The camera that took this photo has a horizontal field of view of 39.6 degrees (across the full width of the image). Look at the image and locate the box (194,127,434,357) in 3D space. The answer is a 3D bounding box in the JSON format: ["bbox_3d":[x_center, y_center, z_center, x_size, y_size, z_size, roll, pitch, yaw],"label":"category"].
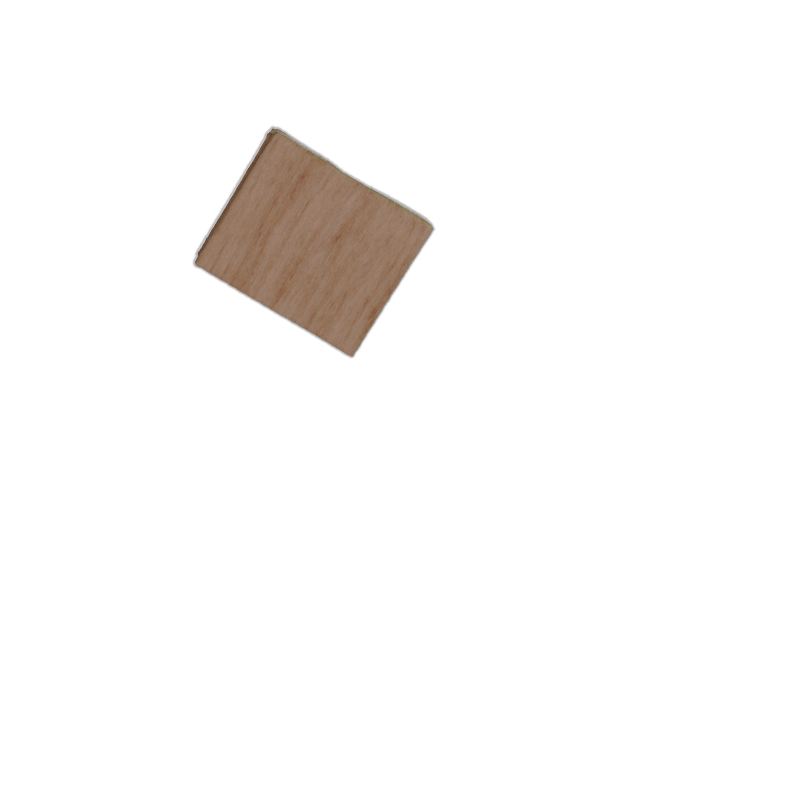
[{"bbox_3d":[-0.041,-0.075,0.522,0.088,0.072,0.031,31,8,-5],"label":"box"}]
